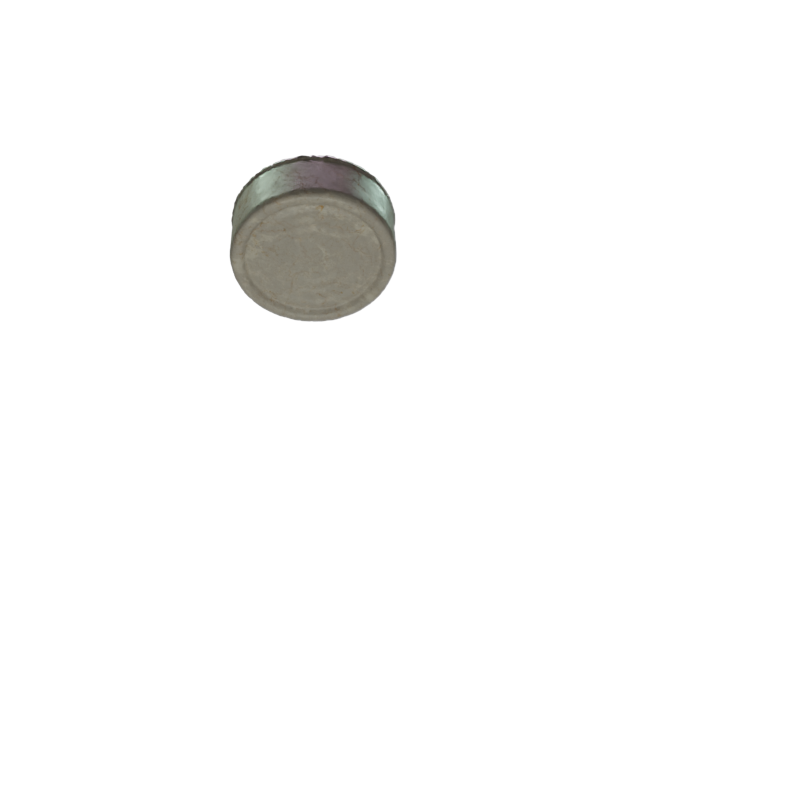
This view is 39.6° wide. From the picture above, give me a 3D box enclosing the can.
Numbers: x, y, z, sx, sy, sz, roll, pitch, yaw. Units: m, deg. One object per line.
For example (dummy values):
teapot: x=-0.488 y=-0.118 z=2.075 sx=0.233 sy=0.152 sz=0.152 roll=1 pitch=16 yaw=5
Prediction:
can: x=-0.045 y=-0.081 z=0.569 sx=0.086 sy=0.080 sz=0.036 roll=1 pitch=42 yaw=-1
